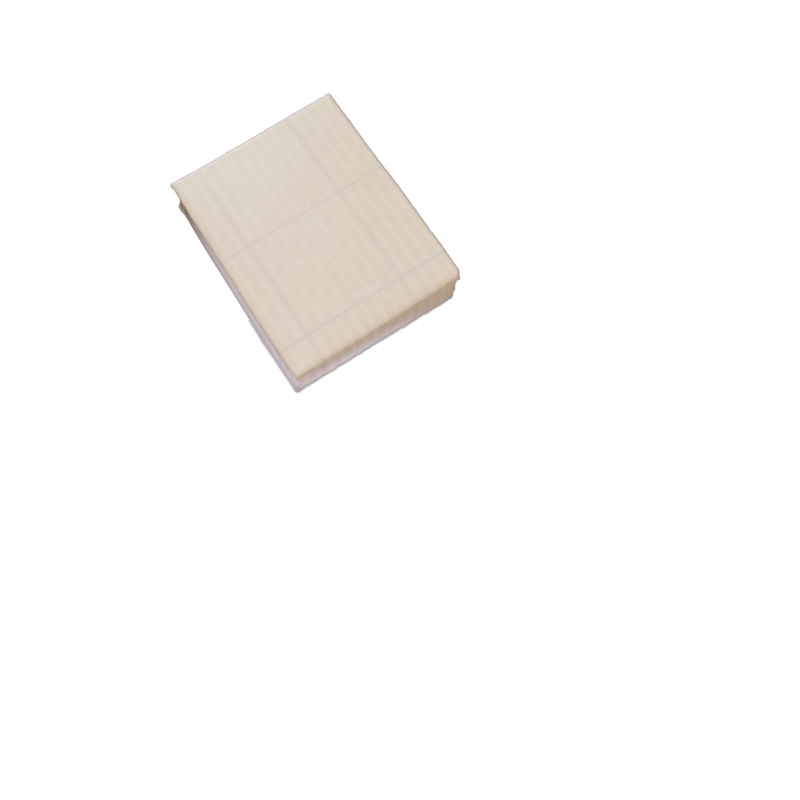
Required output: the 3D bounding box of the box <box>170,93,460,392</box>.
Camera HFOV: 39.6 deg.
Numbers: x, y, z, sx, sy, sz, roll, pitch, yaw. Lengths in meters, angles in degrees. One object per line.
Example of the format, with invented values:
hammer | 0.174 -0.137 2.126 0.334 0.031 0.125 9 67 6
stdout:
box | -0.041 -0.075 0.522 0.090 0.119 0.037 -32 -17 -12
